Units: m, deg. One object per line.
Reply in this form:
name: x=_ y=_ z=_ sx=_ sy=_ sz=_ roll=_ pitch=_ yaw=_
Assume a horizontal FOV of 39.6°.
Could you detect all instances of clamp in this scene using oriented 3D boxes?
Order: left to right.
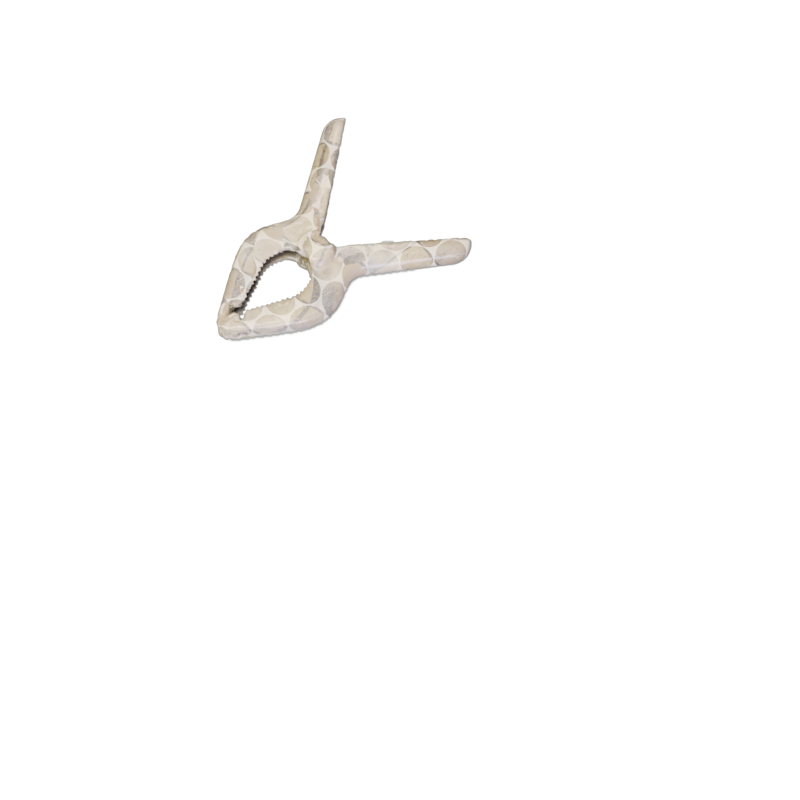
clamp: x=-0.071 y=-0.129 z=0.902 sx=0.210 sy=0.173 sz=0.034 roll=-34 pitch=-19 yaw=-13
